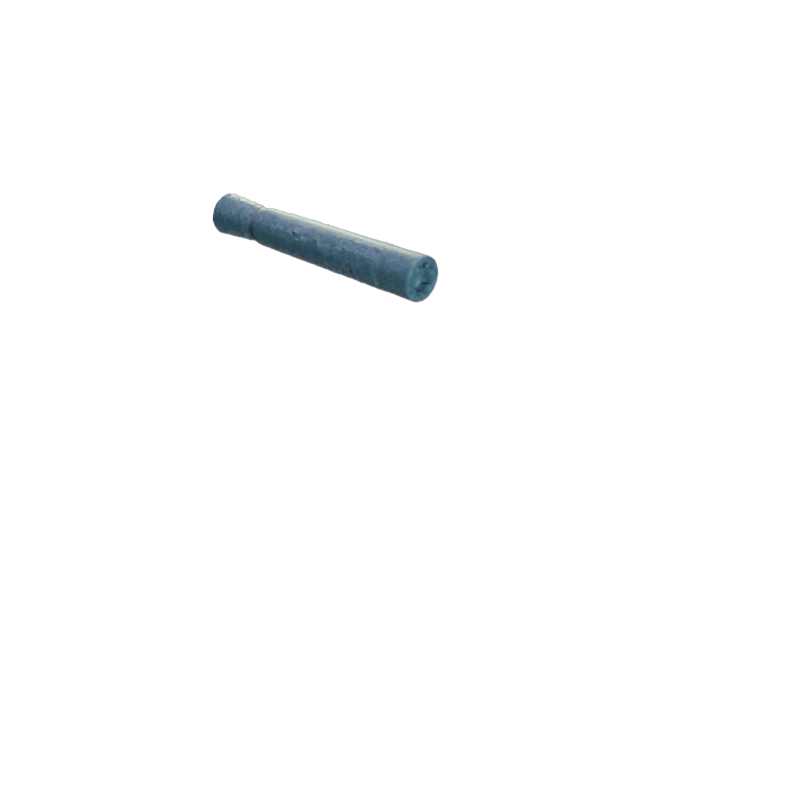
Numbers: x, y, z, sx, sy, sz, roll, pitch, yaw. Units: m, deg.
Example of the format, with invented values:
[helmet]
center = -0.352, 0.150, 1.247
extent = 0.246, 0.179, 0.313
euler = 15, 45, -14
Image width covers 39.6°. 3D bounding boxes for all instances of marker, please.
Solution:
[marker]
center = -0.036, -0.066, 0.465
extent = 0.129, 0.019, 0.019
euler = 24, 19, 39
